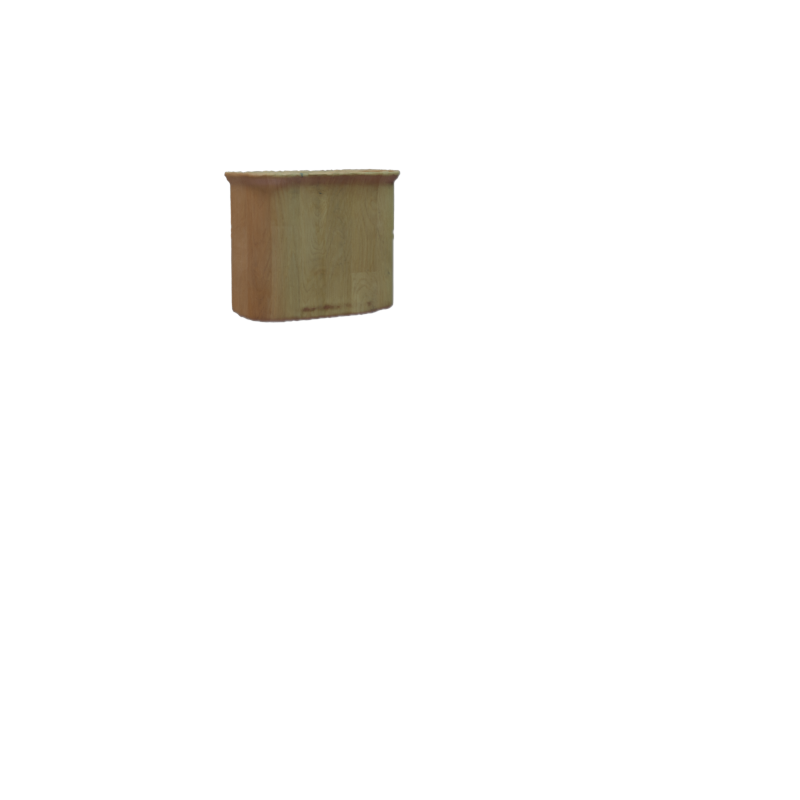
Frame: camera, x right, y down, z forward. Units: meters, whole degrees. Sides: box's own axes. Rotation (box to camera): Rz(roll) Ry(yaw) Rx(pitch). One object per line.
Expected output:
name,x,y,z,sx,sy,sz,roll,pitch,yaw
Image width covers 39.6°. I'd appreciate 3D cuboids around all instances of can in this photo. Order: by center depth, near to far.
can,-0.051,-0.093,0.651,0.099,0.082,0.060,-6,10,-32
